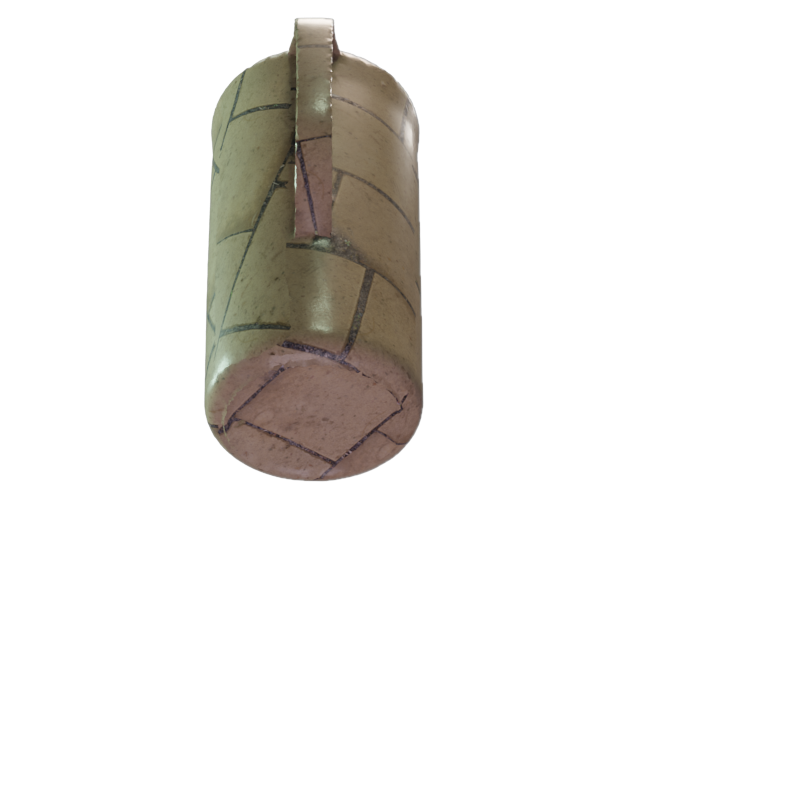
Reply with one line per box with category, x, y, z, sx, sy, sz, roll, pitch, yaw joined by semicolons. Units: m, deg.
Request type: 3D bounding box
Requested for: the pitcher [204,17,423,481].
pitcher;-0.049;-0.089;0.620;0.144;0.261;0.140;-34;-52;27
